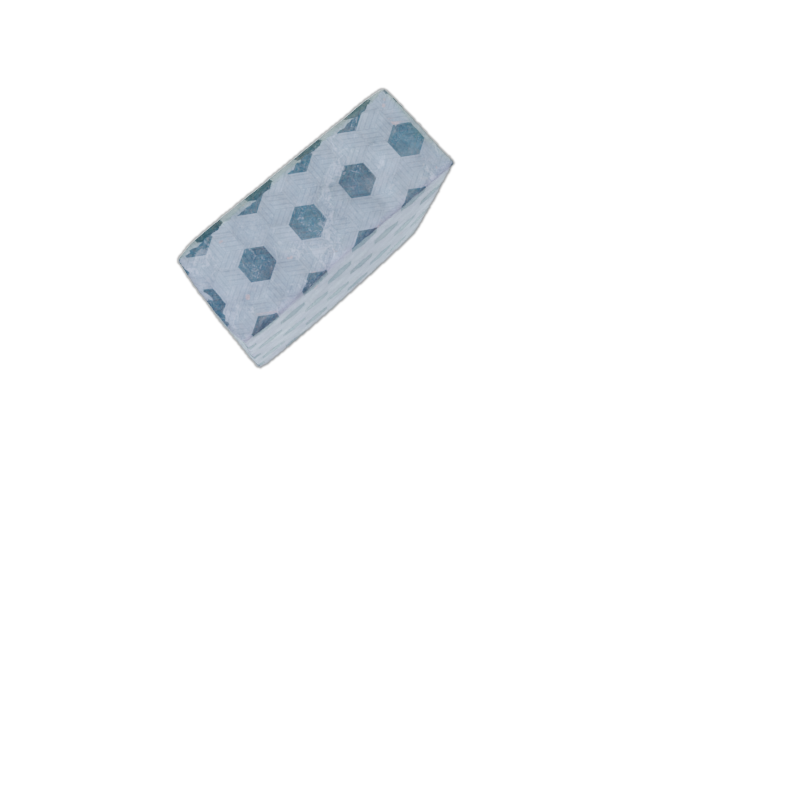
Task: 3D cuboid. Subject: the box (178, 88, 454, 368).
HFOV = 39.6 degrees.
[{"bbox_3d":[-0.058,-0.106,0.743,0.165,0.073,0.211,-42,0,-6],"label":"box"}]
